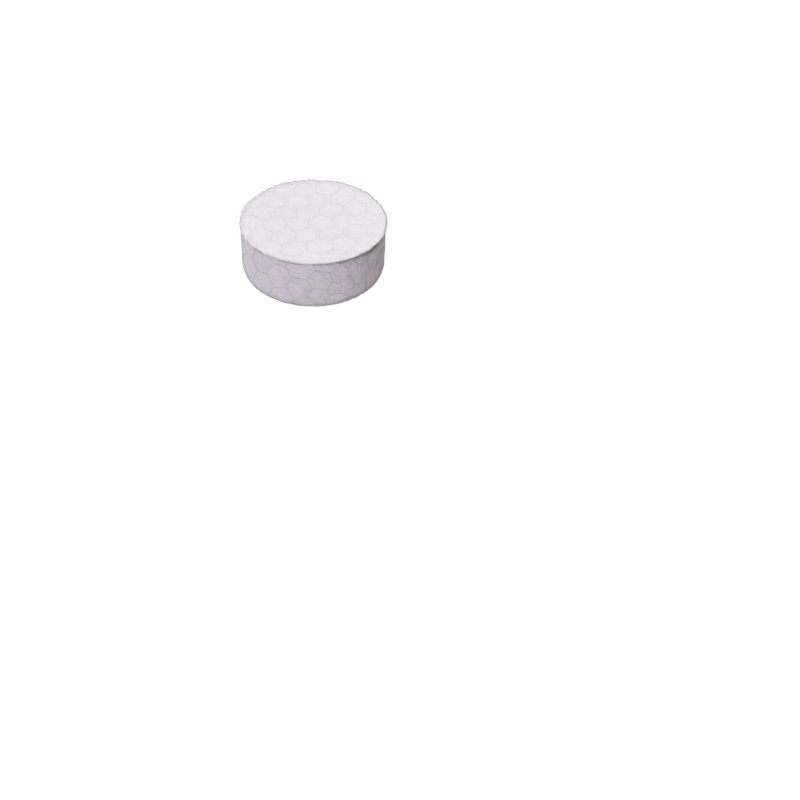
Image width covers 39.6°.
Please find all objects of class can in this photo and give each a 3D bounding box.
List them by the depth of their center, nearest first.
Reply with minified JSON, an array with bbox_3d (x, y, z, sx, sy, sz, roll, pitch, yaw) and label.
[{"bbox_3d":[-0.051,-0.093,0.651,0.086,0.031,0.092,-1,40,-2],"label":"can"}]
